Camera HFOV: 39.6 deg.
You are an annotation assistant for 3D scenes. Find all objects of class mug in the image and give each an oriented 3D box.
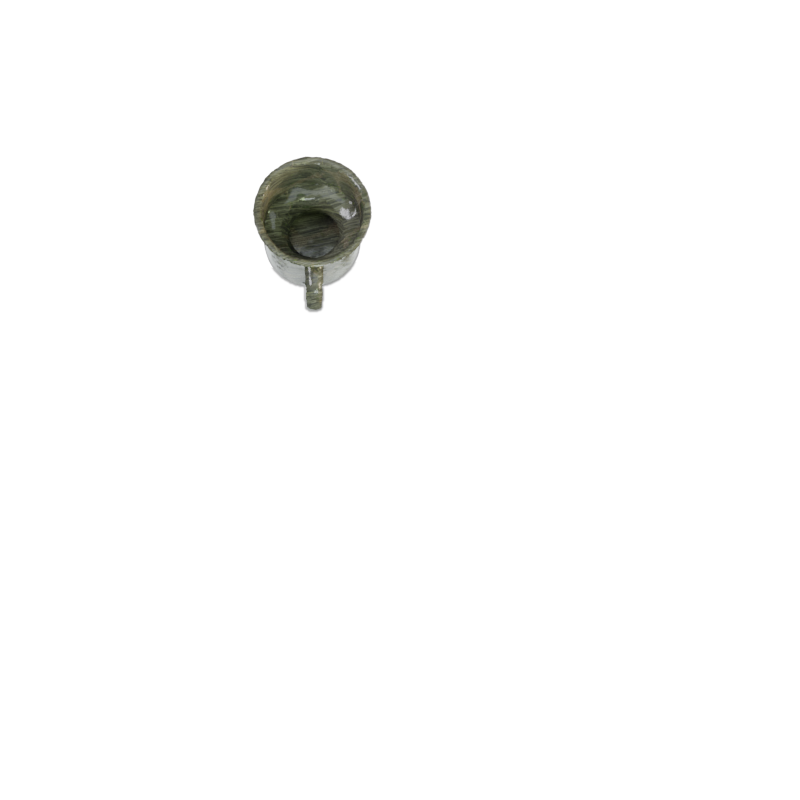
[{"bbox_3d":[-0.071,-0.129,0.907,0.093,0.122,0.078,-4,-17,-3],"label":"mug"}]
